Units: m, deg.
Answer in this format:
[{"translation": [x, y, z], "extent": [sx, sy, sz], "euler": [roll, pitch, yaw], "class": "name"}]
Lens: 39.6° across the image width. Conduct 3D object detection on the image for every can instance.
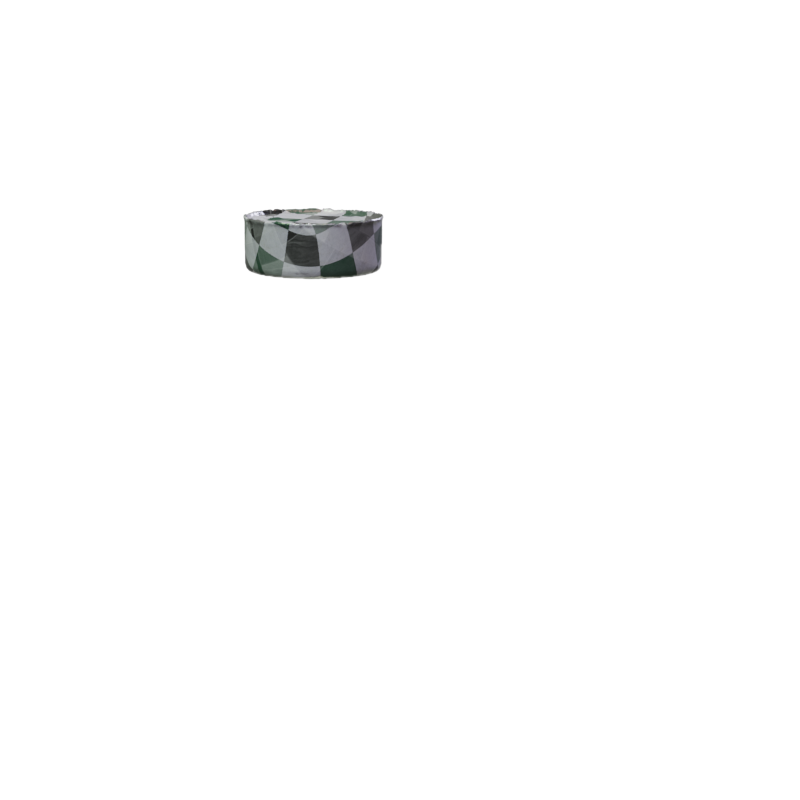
[{"translation": [-0.053, -0.097, 0.681], "extent": [0.086, 0.033, 0.088], "euler": [0, 14, -2], "class": "can"}]
